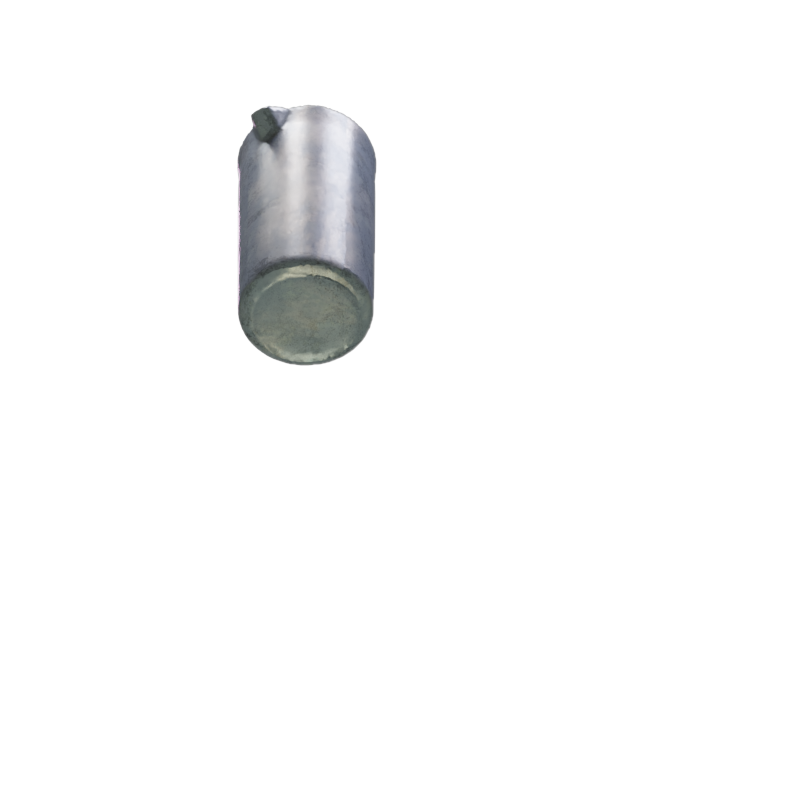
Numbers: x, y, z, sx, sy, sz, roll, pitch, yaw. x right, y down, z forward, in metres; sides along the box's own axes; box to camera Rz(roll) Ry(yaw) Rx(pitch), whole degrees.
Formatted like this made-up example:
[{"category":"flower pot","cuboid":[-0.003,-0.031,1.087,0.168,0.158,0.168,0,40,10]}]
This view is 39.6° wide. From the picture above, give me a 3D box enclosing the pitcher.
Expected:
[{"category":"pitcher","cuboid":[-0.076,-0.139,0.973,0.146,0.138,0.260,11,38,-12]}]
